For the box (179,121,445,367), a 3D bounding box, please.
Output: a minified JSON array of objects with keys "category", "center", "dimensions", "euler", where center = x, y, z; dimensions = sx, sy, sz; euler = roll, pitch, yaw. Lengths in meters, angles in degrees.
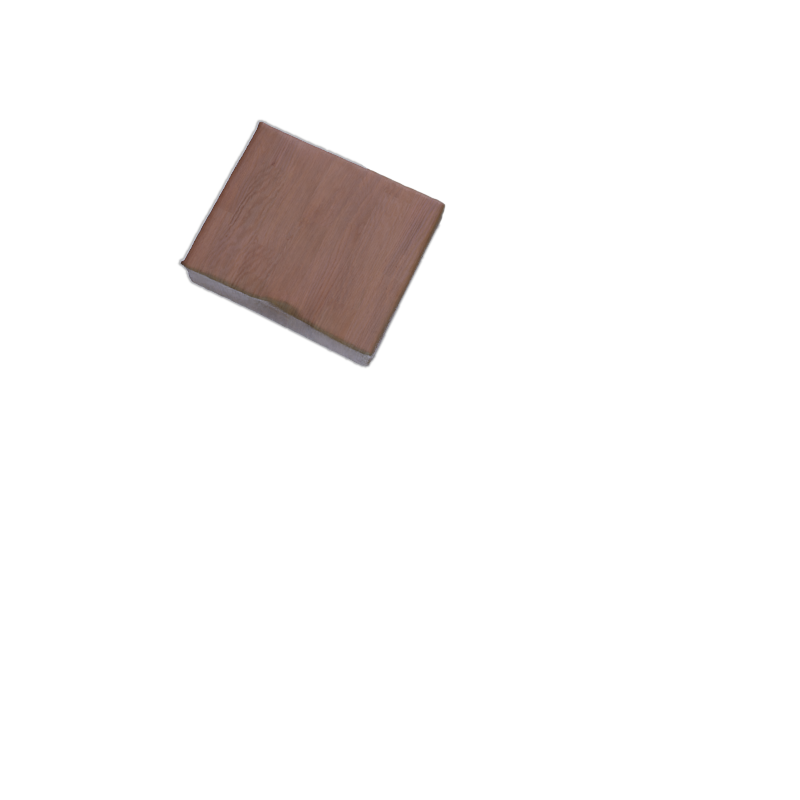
[{"category":"box","center":[-0.037,-0.067,0.469],"dimensions":[0.091,0.075,0.029],"euler":[26,-14,7]}]
